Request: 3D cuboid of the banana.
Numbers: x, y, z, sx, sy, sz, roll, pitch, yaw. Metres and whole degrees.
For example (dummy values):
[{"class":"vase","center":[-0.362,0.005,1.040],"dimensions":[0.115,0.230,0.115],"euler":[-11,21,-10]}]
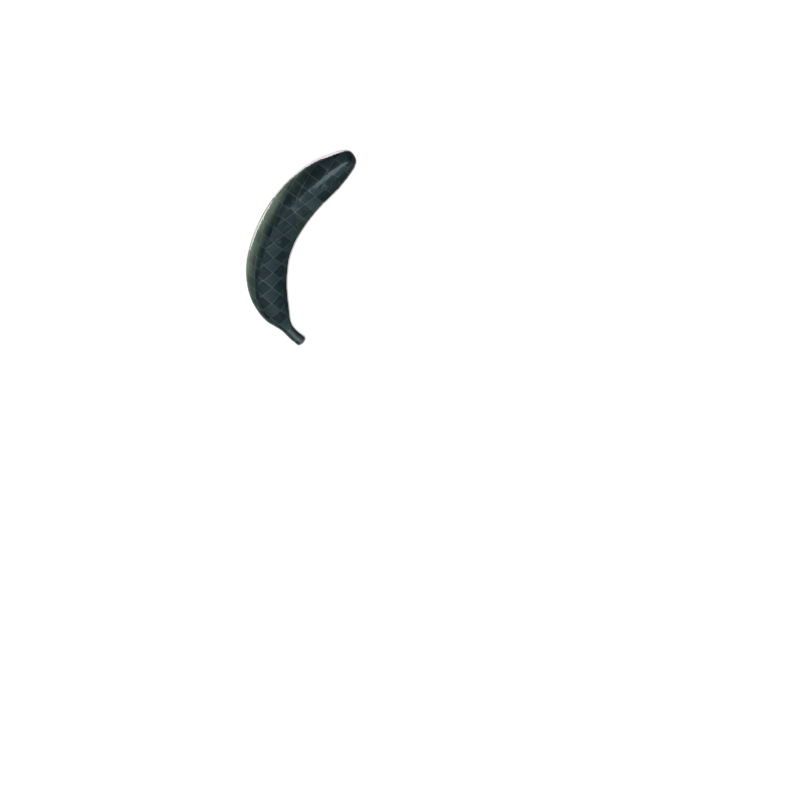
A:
[{"class":"banana","center":[-0.095,-0.139,0.969],"dimensions":[0.068,0.188,0.039],"euler":[13,33,-10]}]
